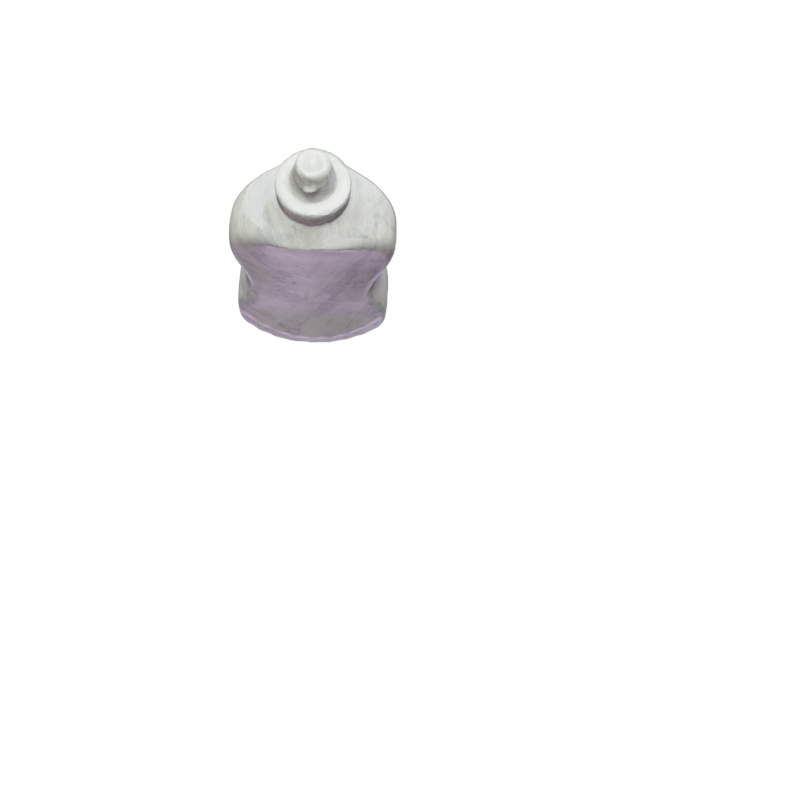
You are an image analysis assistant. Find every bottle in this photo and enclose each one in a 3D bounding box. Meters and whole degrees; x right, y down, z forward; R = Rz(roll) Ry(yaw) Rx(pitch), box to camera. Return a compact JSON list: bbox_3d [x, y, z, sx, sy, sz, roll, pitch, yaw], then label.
[{"bbox_3d":[-0.051,-0.092,0.651,0.096,0.061,0.183,5,-20,-2],"label":"bottle"}]
